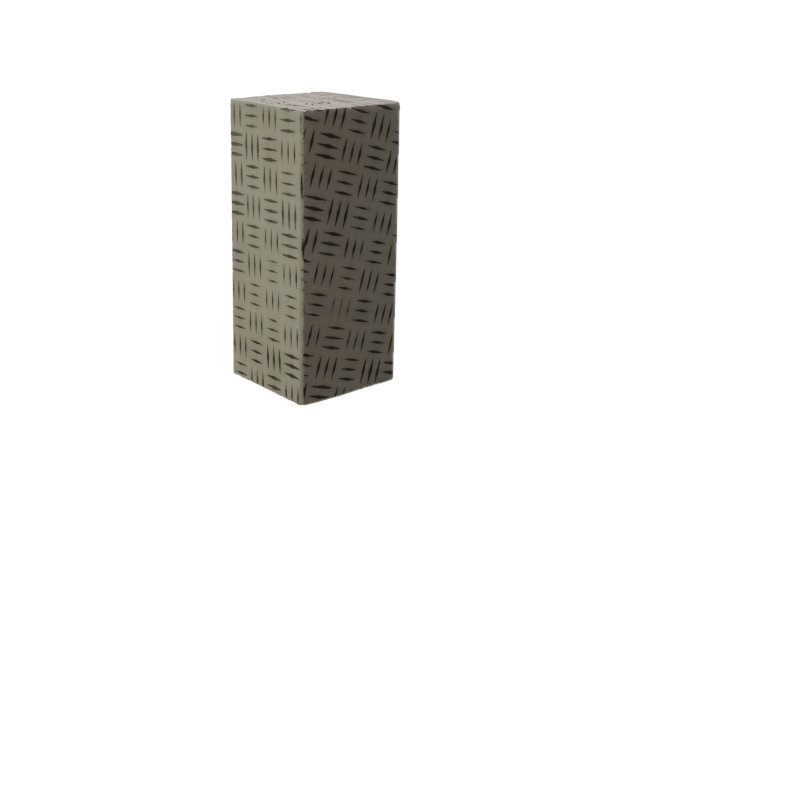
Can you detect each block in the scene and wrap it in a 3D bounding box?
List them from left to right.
[{"bbox_3d":[-0.062,-0.115,0.804,0.088,0.199,0.096,-11,19,-39],"label":"block"}]
